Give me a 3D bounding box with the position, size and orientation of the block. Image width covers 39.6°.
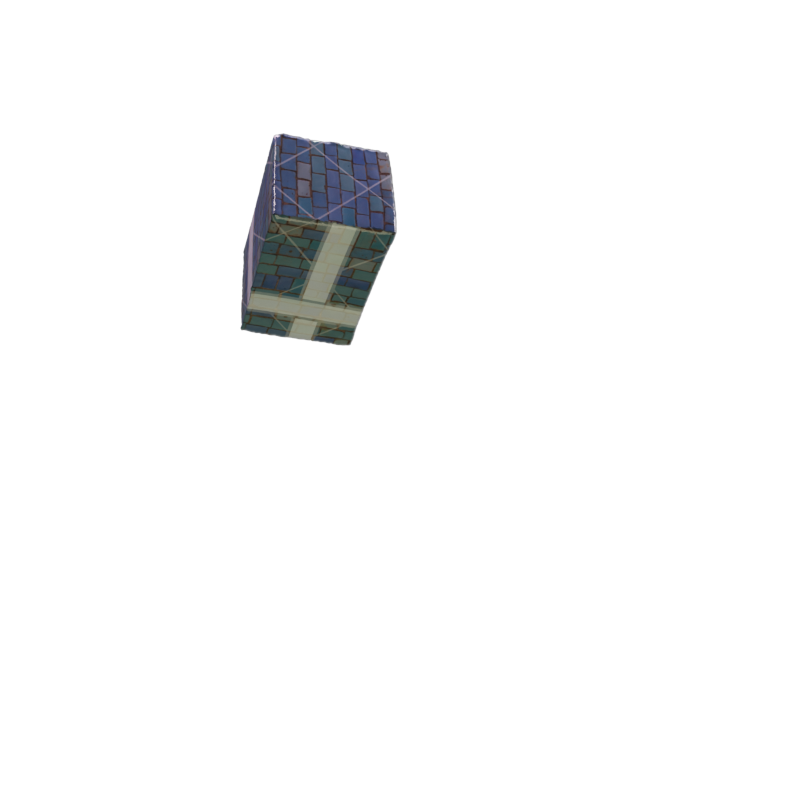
[{"bbox_3d":[-0.038,-0.069,0.484,0.052,0.055,0.074,9,-40,-13],"label":"block"}]
